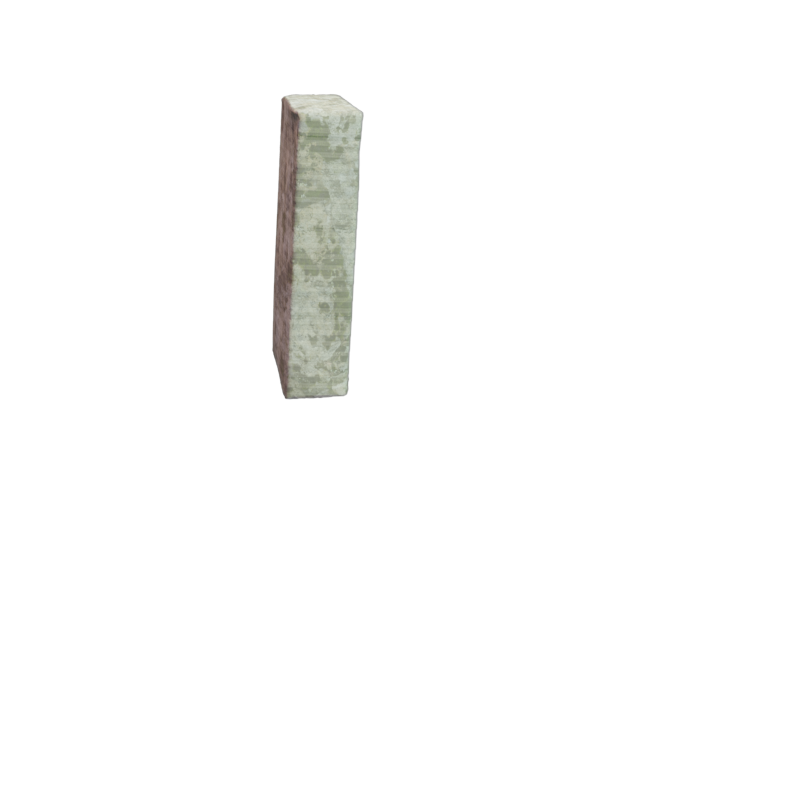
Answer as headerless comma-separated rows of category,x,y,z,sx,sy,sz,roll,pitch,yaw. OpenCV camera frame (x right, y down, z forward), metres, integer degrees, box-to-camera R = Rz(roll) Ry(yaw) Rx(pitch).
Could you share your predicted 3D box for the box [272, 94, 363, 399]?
box,-0.055,-0.099,0.692,0.047,0.170,0.098,-2,16,-11
